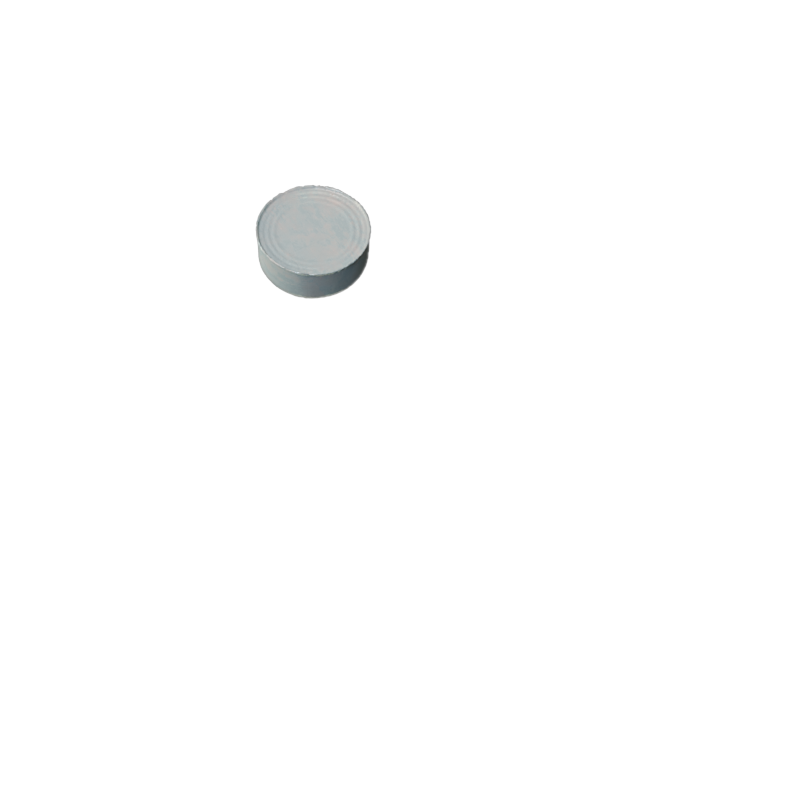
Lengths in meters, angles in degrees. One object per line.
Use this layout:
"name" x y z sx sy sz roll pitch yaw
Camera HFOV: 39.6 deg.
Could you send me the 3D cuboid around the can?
"can" -0.065 -0.119 0.836 0.086 0.092 0.031 -1 -35 -1
